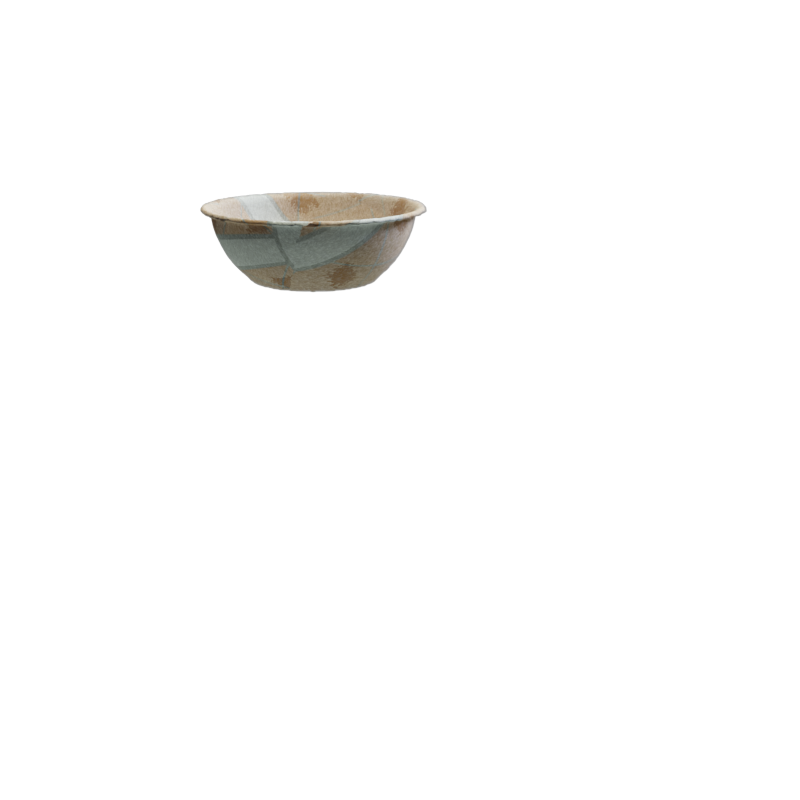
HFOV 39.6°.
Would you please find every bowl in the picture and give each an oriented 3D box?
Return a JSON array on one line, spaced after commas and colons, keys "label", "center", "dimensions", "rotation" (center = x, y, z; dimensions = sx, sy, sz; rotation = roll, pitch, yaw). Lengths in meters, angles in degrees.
[{"label": "bowl", "center": [-0.062, -0.114, 0.798], "dimensions": [0.162, 0.053, 0.168], "rotation": [-1, 17, -2]}]
